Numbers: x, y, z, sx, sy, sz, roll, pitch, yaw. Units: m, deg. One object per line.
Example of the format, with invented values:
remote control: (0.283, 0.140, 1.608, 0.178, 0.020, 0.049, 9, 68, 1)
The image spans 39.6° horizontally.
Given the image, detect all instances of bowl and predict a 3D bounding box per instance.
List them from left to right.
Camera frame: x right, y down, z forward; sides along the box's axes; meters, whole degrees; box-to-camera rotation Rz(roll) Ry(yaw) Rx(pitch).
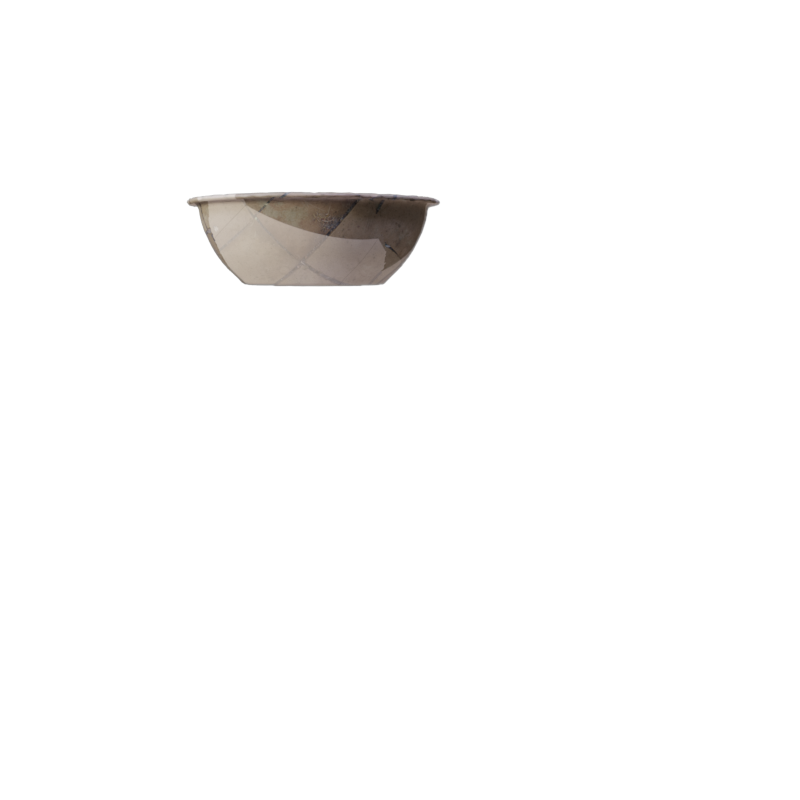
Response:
bowl: (-0.056, -0.102, 0.712, 0.162, 0.055, 0.164, 0, 7, -2)
